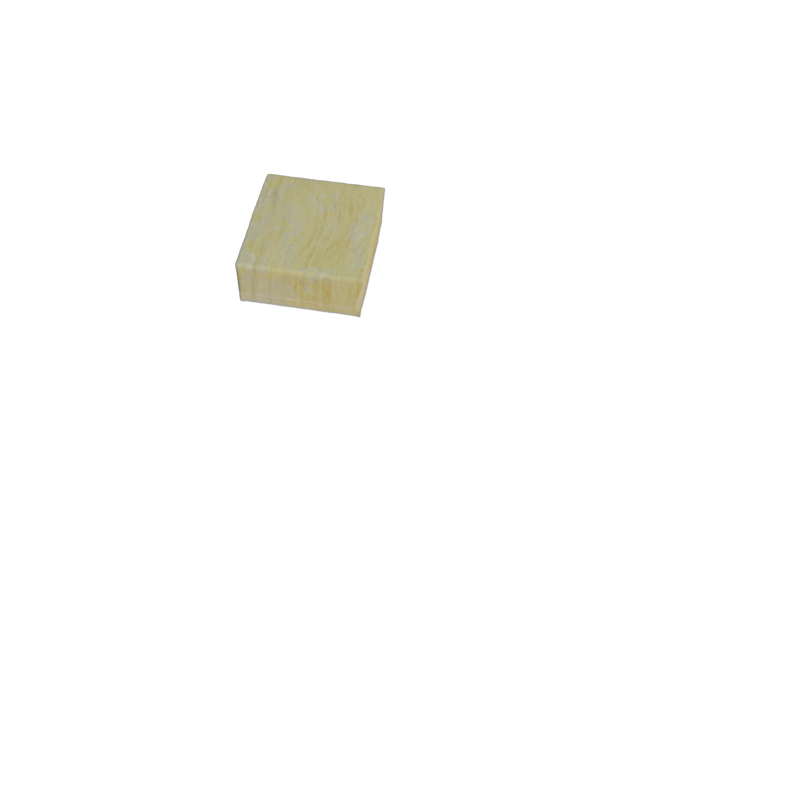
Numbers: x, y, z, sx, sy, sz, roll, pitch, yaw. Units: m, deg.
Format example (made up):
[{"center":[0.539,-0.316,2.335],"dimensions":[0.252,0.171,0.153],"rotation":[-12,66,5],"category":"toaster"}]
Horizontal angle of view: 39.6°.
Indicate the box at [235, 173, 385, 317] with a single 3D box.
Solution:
[{"center":[-0.062,-0.113,0.793],"dimensions":[0.091,0.036,0.121],"rotation":[6,45,5],"category":"box"}]
